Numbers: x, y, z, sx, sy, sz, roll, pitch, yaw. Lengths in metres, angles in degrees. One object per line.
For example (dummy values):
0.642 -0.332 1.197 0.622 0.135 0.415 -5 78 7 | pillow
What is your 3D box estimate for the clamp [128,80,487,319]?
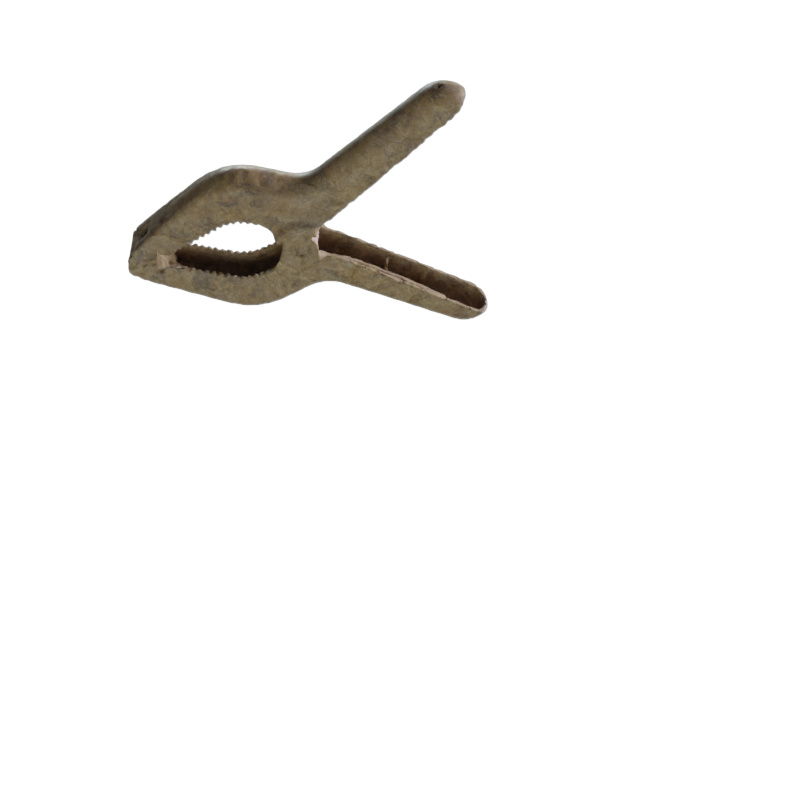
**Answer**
-0.050 -0.091 0.641 0.211 0.152 0.039 -12 42 10 | clamp
